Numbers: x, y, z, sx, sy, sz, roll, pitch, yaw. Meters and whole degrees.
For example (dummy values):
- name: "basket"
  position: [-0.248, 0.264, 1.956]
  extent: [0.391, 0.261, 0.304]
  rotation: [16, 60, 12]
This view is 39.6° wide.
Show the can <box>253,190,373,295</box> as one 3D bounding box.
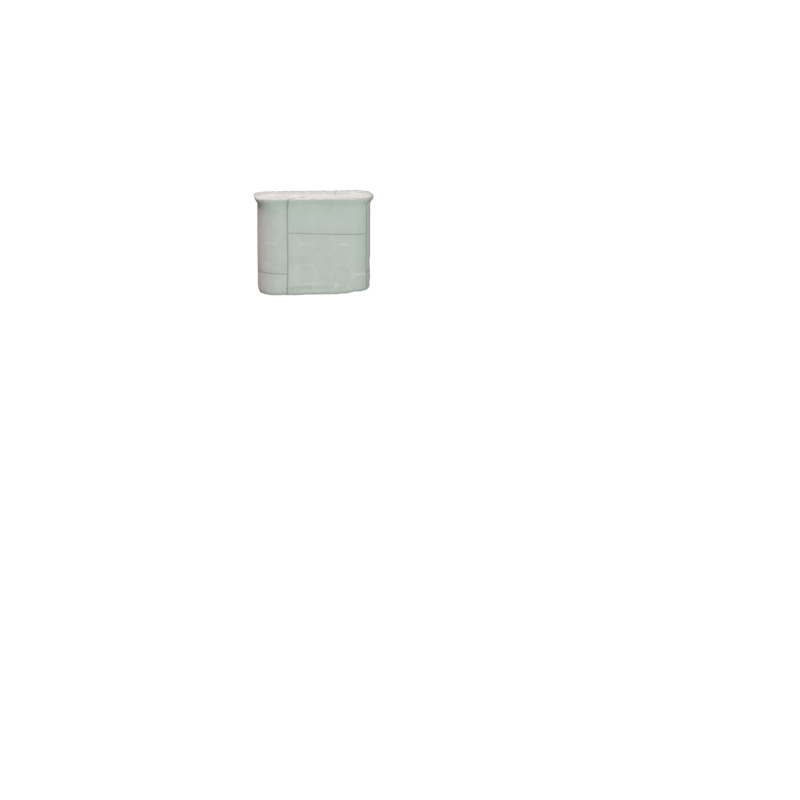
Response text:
- name: "can"
  position: [-0.075, -0.137, 0.958]
  extent: [0.101, 0.082, 0.059]
  rotation: [-1, 12, -6]
